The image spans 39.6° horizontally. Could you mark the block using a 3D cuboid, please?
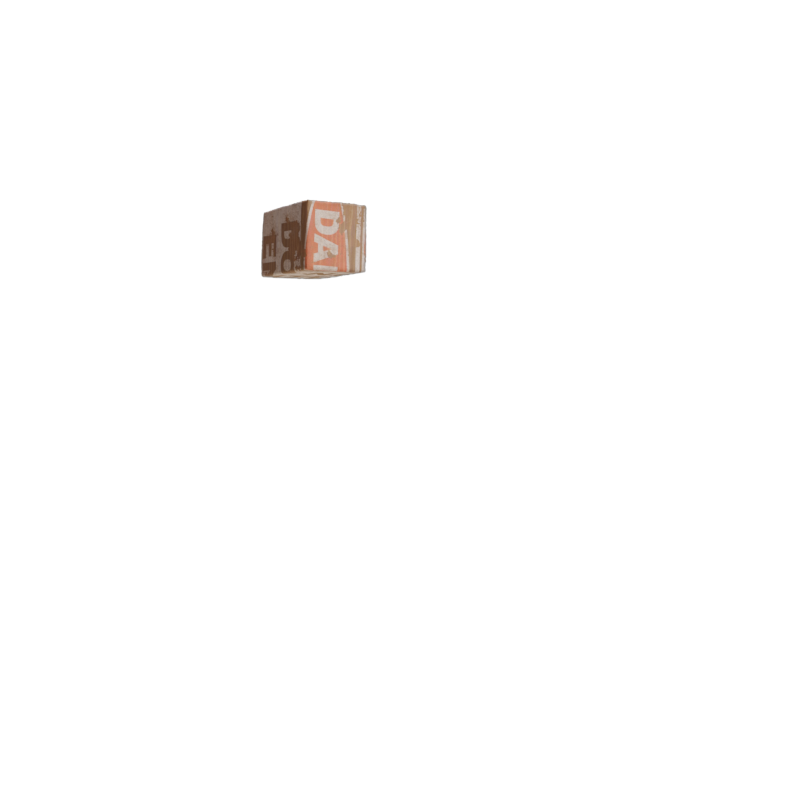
[{"bbox_3d":[-0.066,-0.121,0.846,0.051,0.052,0.080,2,-2,-31],"label":"block"}]
